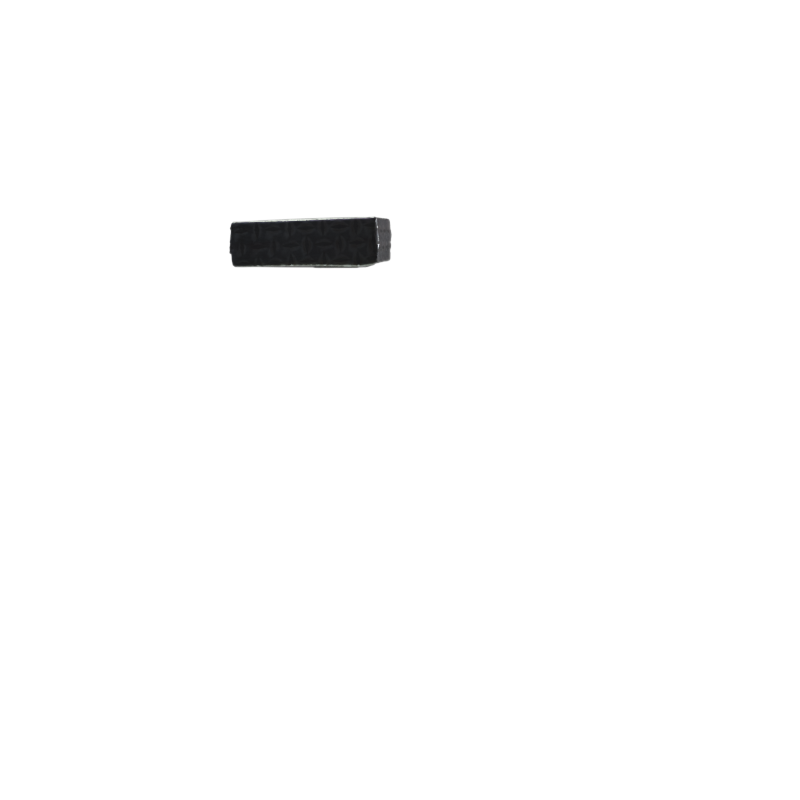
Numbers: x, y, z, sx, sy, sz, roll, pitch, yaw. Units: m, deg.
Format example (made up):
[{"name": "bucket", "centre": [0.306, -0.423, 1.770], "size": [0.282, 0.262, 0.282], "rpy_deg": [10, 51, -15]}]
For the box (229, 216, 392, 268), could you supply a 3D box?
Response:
[{"name": "box", "centre": [-0.067, -0.123, 0.861], "size": [0.115, 0.038, 0.090], "rpy_deg": [1, 8, 8]}]
